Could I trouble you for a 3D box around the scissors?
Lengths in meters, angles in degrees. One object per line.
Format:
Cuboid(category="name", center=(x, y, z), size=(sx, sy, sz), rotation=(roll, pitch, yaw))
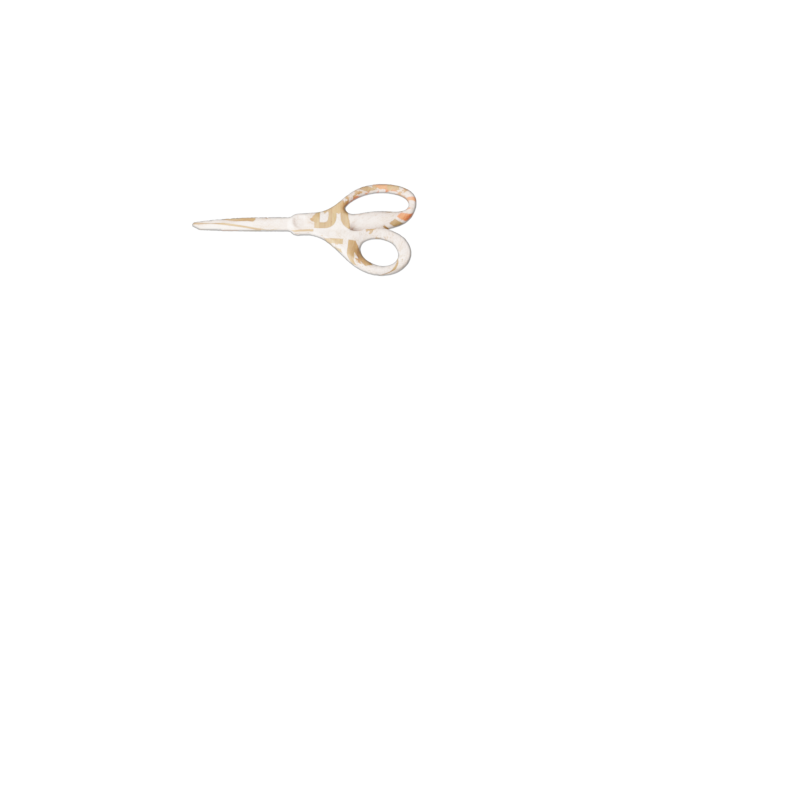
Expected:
Cuboid(category="scissors", center=(-0.078, -0.142, 0.994), size=(0.201, 0.102, 0.015), rotation=(-16, -23, -7))
